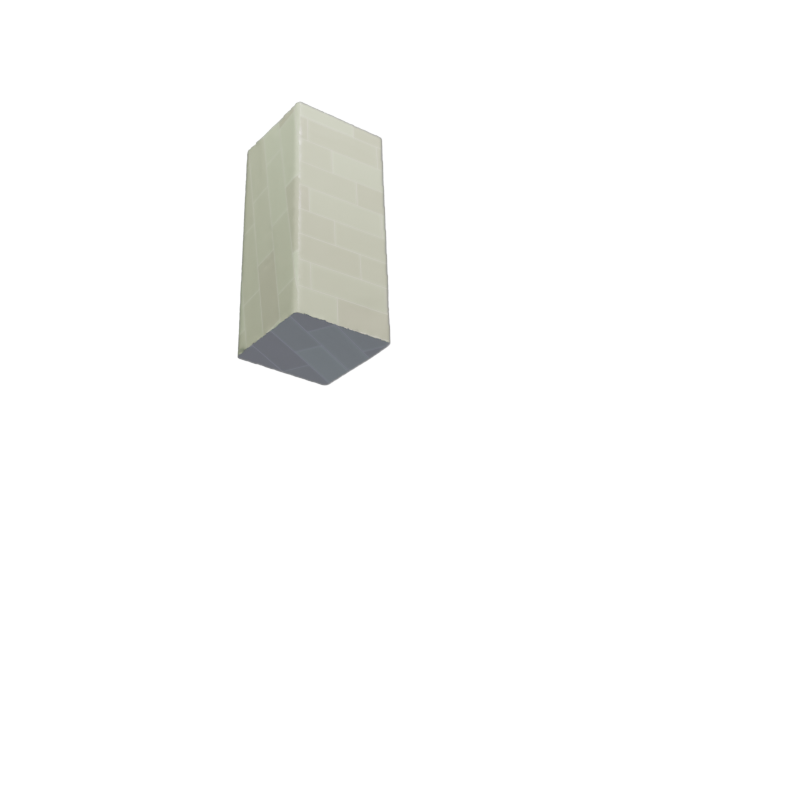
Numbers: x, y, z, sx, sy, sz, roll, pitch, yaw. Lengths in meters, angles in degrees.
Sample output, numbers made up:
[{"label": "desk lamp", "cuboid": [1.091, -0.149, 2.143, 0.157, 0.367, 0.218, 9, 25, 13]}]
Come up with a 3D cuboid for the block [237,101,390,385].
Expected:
[{"label": "block", "cuboid": [-0.072, -0.131, 0.920, 0.086, 0.220, 0.089, 19, -38, -31]}]
